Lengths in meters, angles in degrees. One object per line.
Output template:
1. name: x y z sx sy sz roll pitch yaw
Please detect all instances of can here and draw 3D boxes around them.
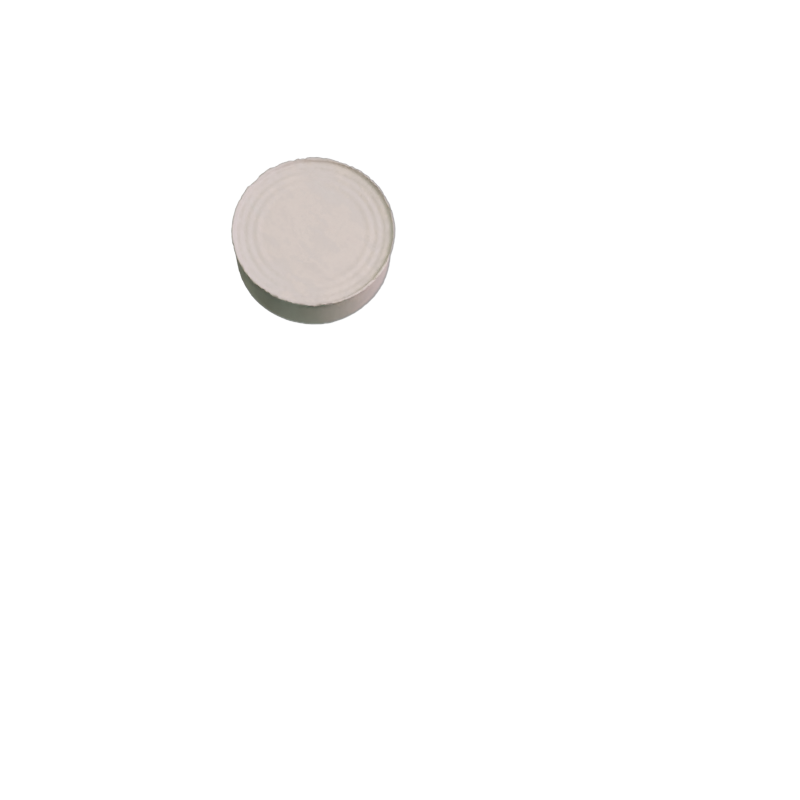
1. can: -0.046 -0.085 0.594 0.086 0.091 0.032 -1 -23 -1
